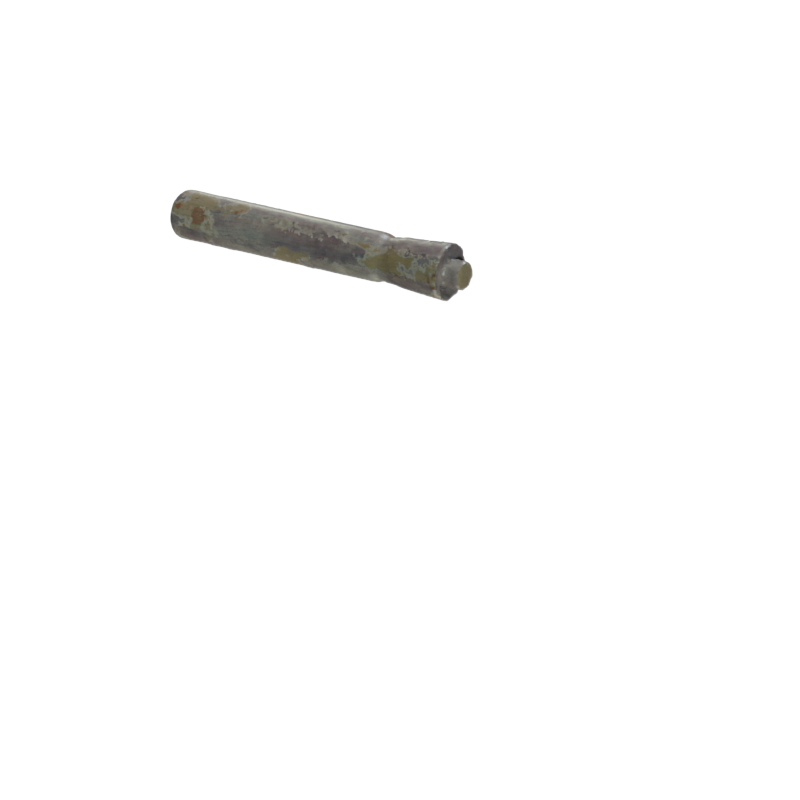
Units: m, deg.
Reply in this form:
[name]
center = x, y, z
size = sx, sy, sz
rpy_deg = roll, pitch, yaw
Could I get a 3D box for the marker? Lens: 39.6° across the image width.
[marker]
center = -0.030, -0.055, 0.383
size = 0.127, 0.019, 0.019
rpy_deg = 17, 13, 34
